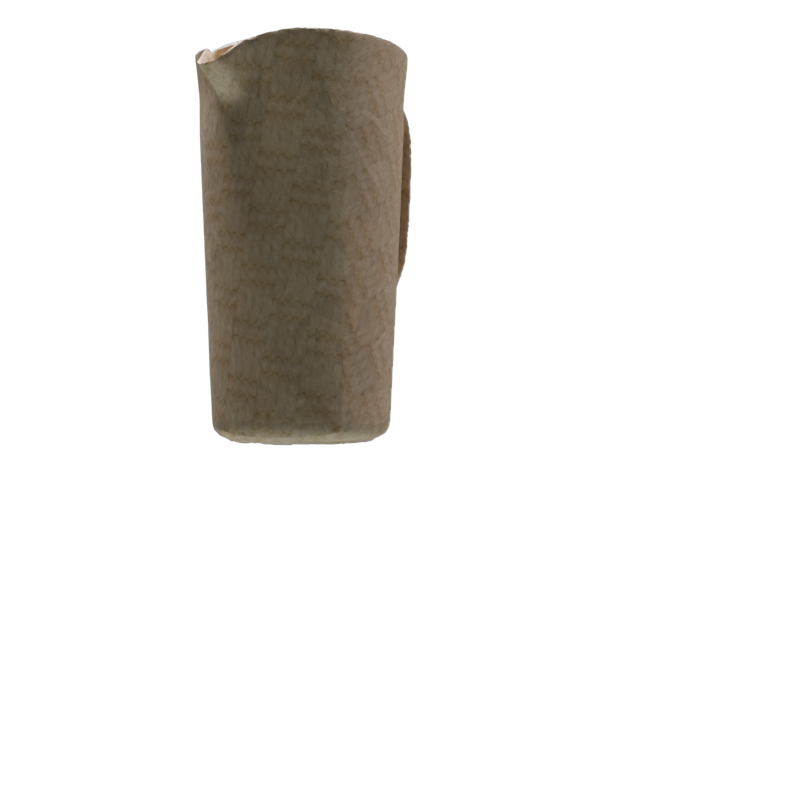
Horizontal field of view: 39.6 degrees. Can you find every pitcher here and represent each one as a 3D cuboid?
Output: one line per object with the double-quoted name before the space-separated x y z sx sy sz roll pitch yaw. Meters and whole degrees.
"pitcher" -0.054 -0.099 0.691 0.148 0.246 0.145 0 -4 -9
